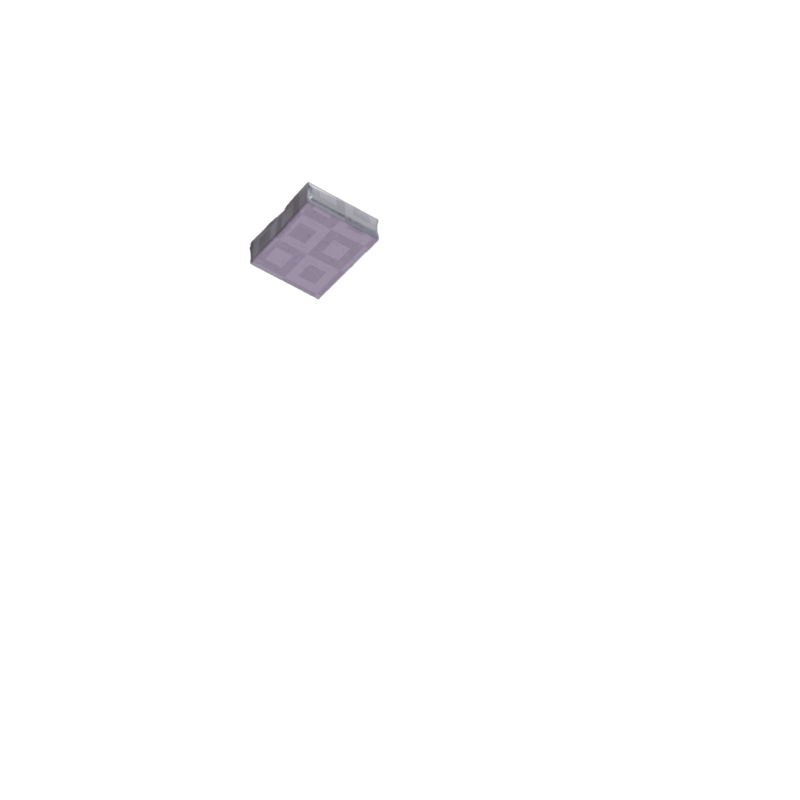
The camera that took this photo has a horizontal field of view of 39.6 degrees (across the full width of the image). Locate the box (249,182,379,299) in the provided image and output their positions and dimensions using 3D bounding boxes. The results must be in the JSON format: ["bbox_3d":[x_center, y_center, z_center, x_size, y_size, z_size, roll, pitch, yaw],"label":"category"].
[{"bbox_3d":[-0.073,-0.133,0.930,0.069,0.032,0.087,27,-49,-27],"label":"box"}]
